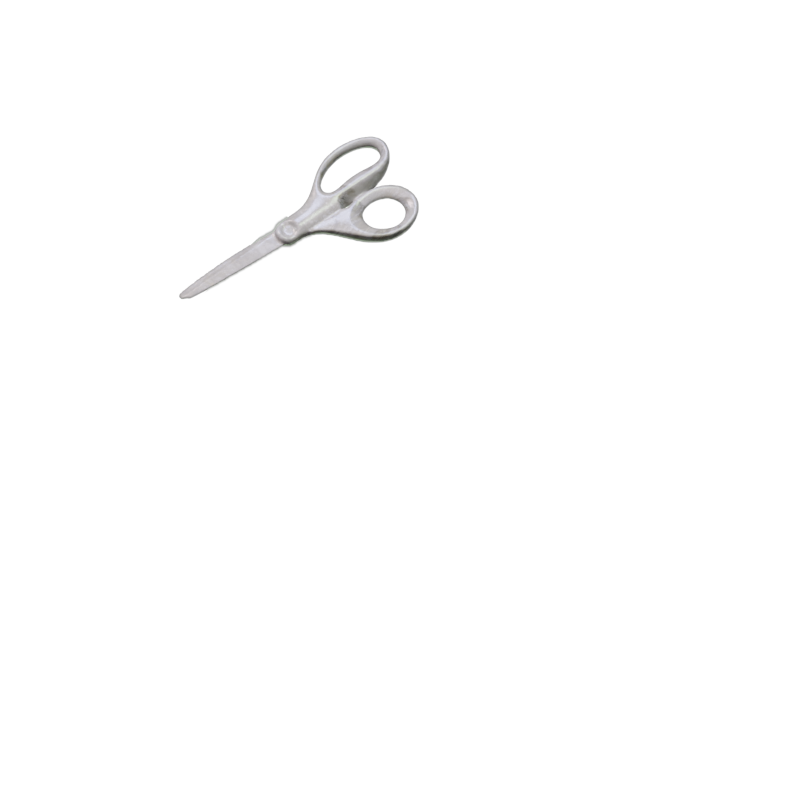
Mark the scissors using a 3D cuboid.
[{"bbox_3d":[-0.067,-0.122,0.853,0.100,0.205,0.015,37,-18,14],"label":"scissors"}]
